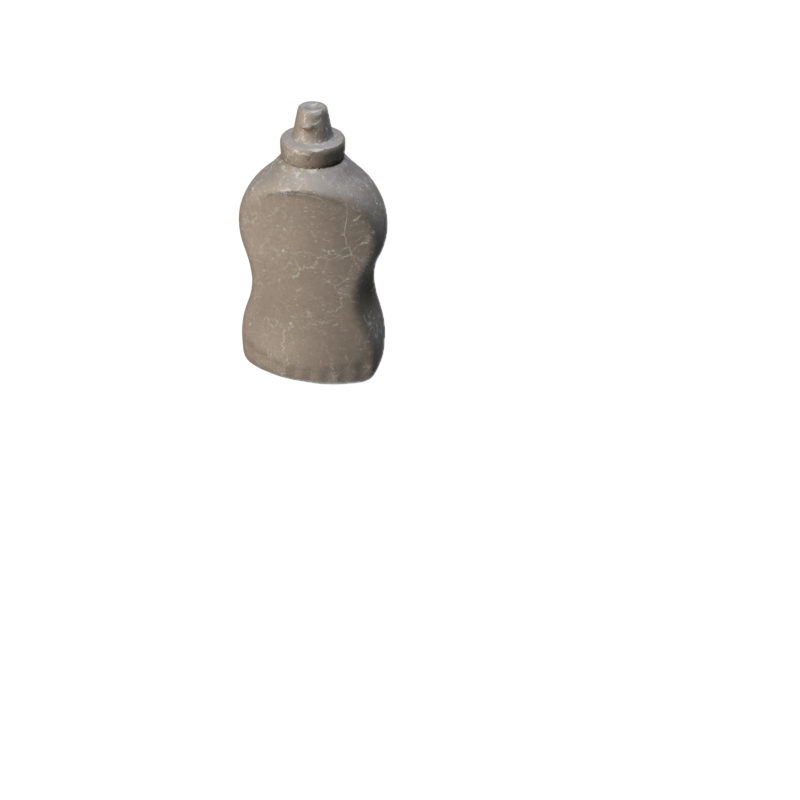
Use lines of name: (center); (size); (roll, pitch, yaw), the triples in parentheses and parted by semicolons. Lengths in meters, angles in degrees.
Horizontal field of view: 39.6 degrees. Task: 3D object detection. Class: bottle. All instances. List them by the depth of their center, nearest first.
bottle: (-0.057, -0.103, 0.726); (0.098, 0.180, 0.061); (11, 32, 14)
